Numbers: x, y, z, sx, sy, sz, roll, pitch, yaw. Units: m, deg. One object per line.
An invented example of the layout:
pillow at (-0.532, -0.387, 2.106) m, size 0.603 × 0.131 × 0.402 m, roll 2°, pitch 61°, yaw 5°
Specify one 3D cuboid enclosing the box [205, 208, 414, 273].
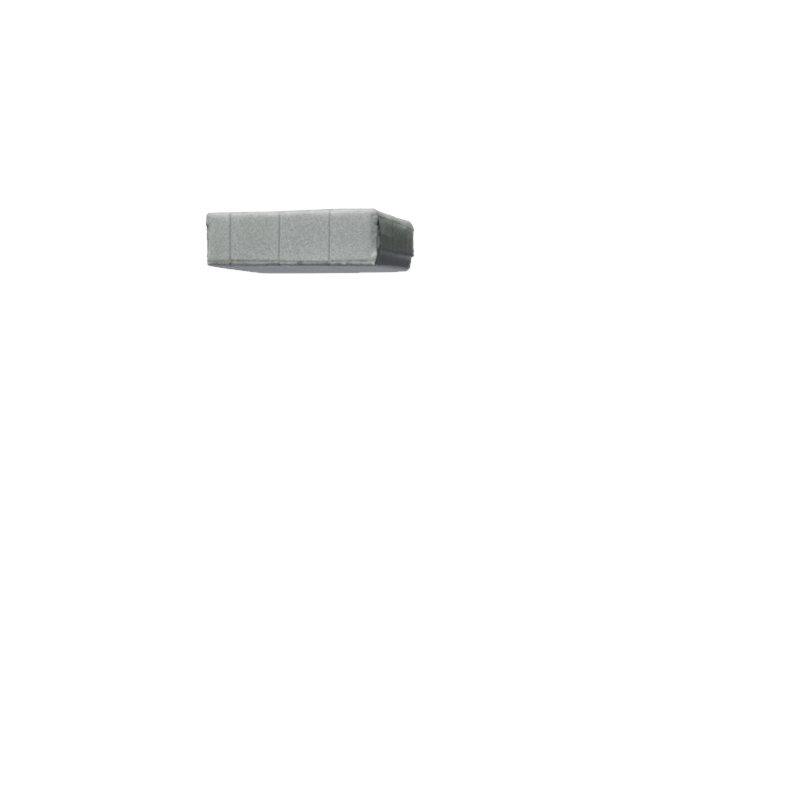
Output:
box at (-0.044, -0.081, 0.566) m, size 0.091 × 0.030 × 0.071 m, roll 1°, pitch 3°, yaw 17°
